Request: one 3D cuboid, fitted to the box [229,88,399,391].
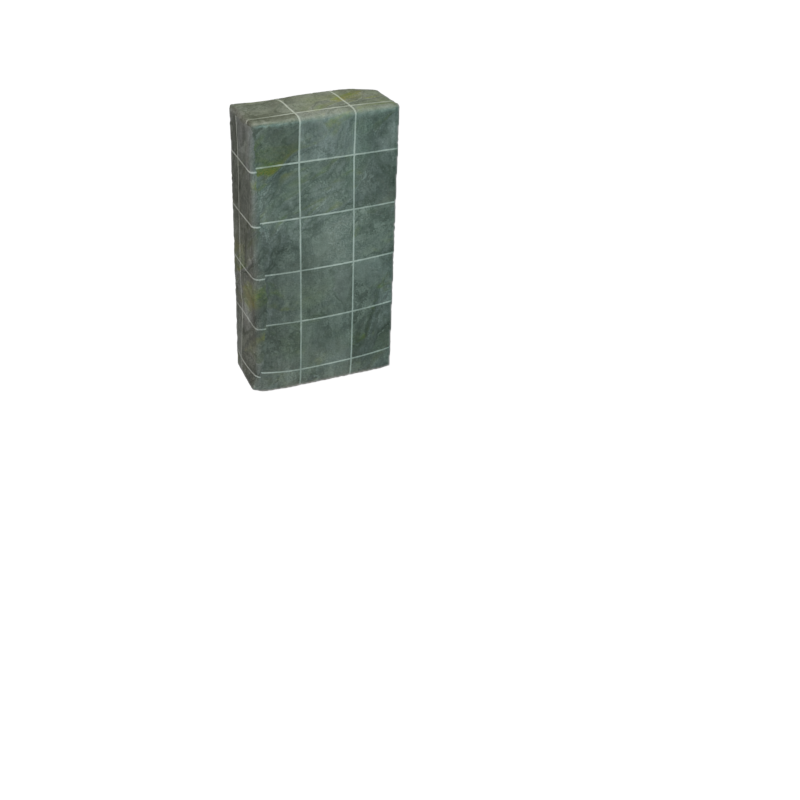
[{"bbox_3d":[-0.052,-0.095,0.667,0.092,0.167,0.052,-10,28,-22],"label":"box"}]
